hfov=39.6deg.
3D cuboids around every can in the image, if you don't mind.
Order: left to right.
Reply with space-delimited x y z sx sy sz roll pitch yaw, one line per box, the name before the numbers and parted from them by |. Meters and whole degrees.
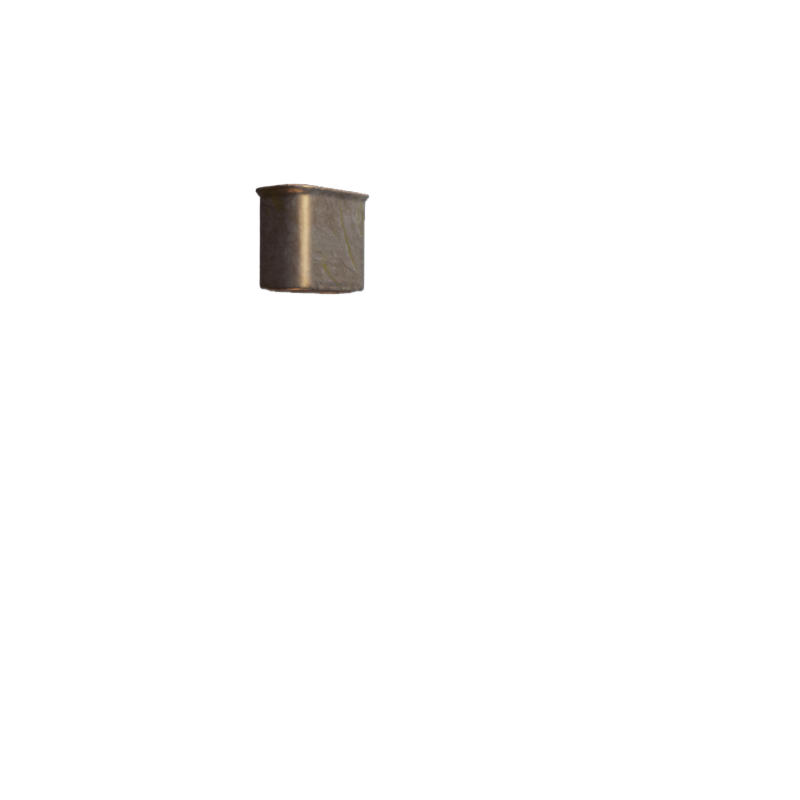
can | -0.072 -0.131 0.916 0.059 0.084 0.098 -2 -1 38
